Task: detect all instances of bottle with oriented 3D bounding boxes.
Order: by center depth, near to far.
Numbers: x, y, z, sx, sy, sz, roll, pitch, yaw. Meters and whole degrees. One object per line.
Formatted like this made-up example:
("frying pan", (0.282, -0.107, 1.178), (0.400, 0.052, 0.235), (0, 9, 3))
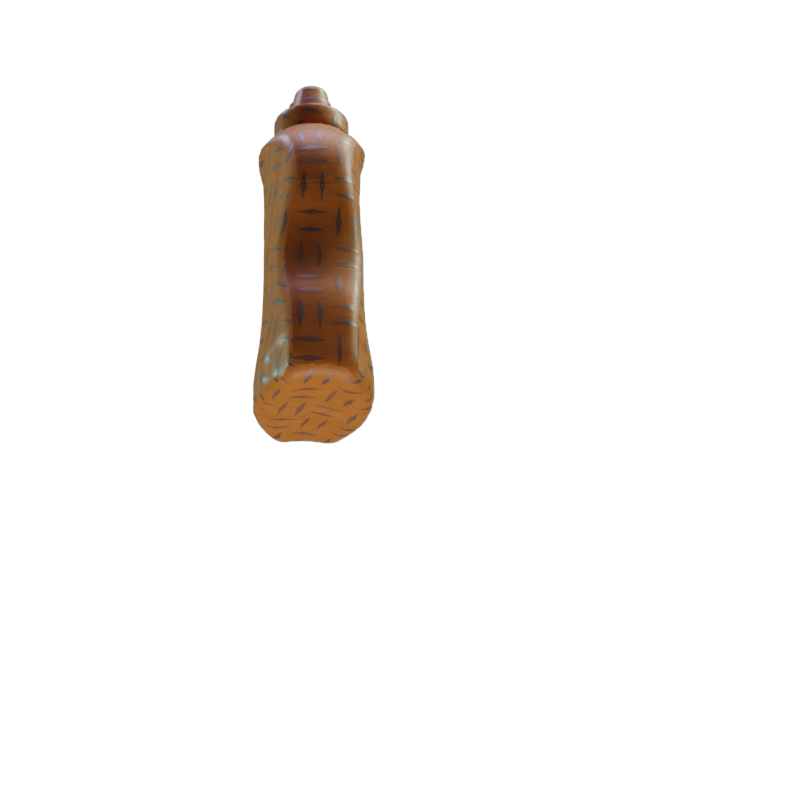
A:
("bottle", (-0.046, -0.082, 0.576), (0.058, 0.204, 0.091), (1, -27, -6))
